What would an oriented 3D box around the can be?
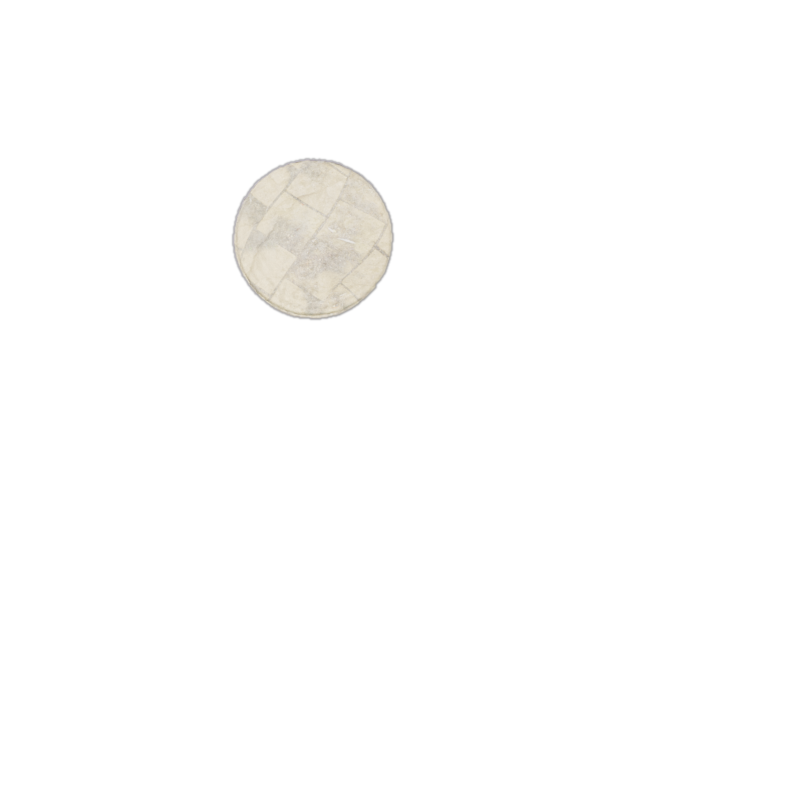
[{"bbox_3d":[-0.048,-0.087,0.611,0.086,0.087,0.033,0,-6,-1],"label":"can"}]
